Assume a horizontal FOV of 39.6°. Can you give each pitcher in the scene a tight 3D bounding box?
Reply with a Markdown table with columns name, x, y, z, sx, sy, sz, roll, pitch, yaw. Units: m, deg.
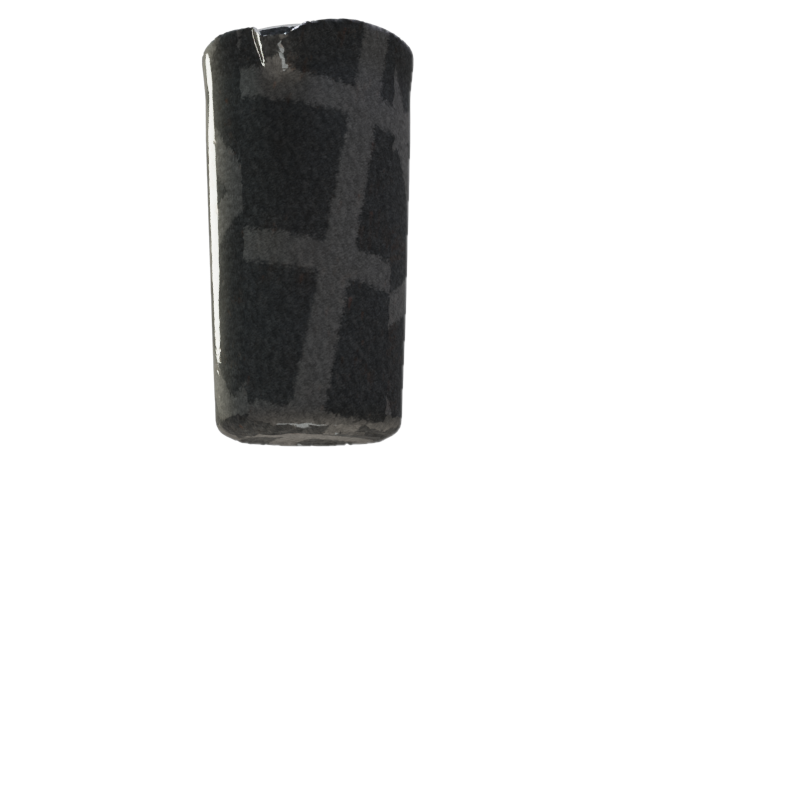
| name | x | y | z | sx | sy | sz | roll | pitch | yaw |
| --- | --- | --- | --- | --- | --- | --- | --- | --- | --- |
| pitcher | -0.053 | -0.097 | 0.680 | 0.142 | 0.251 | 0.147 | 8 | -15 | -35 |
